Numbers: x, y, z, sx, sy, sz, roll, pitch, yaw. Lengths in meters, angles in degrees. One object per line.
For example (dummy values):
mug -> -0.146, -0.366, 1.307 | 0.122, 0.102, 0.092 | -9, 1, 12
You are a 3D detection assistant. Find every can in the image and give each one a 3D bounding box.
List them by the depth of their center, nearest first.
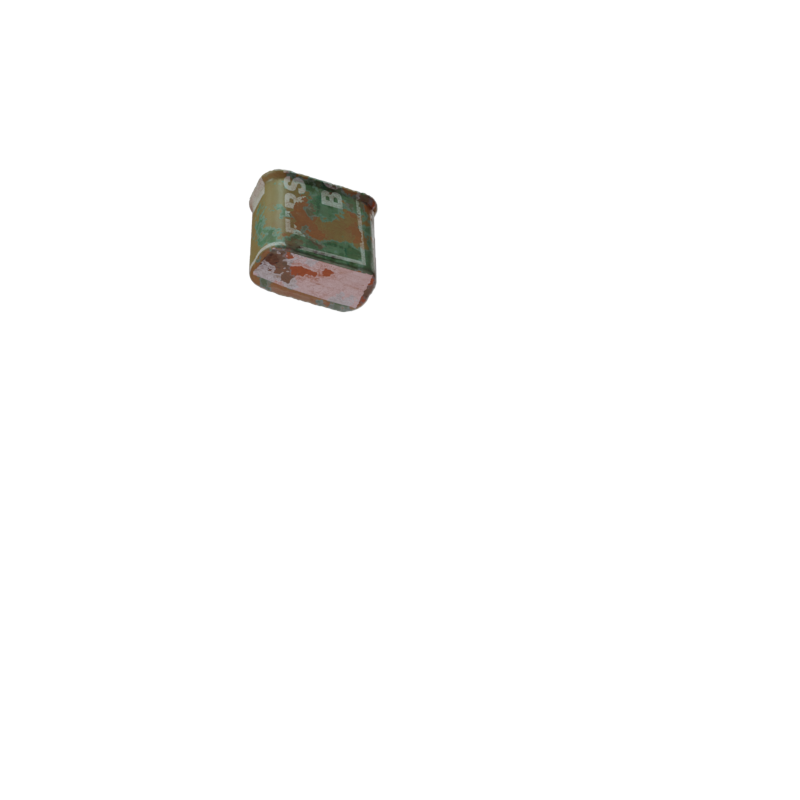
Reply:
can -> -0.068, -0.124, 0.870 | 0.099, 0.090, 0.055 | 14, -43, -18
